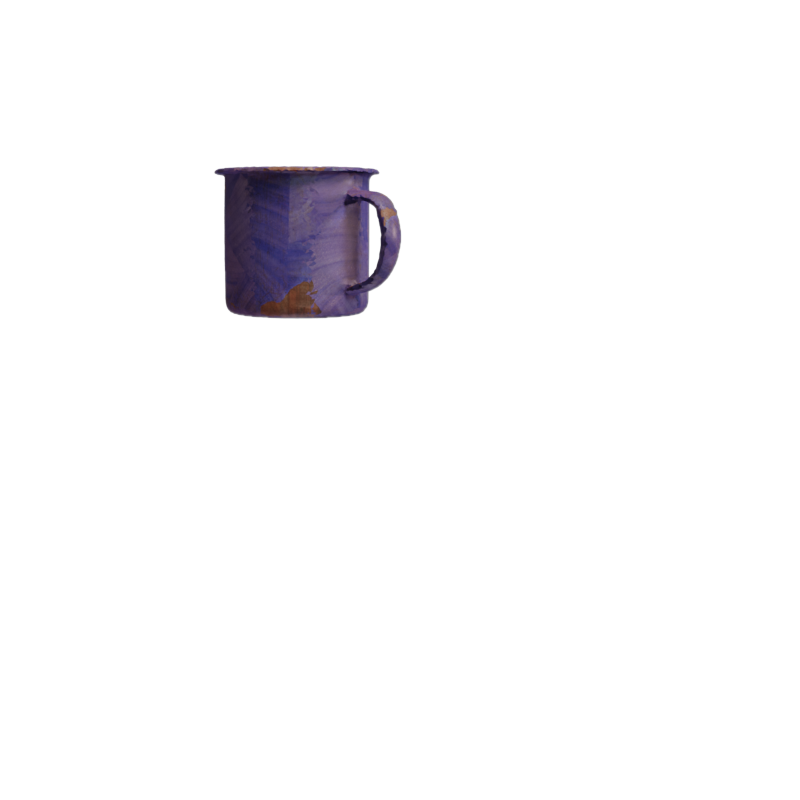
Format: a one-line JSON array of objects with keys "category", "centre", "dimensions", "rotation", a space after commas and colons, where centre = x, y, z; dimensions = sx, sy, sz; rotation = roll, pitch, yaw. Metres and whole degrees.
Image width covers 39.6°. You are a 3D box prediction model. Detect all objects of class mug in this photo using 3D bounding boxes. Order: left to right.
[{"category": "mug", "centre": [-0.049, -0.089, 0.621], "dimensions": [0.122, 0.081, 0.090], "rotation": [5, 8, 36]}]
